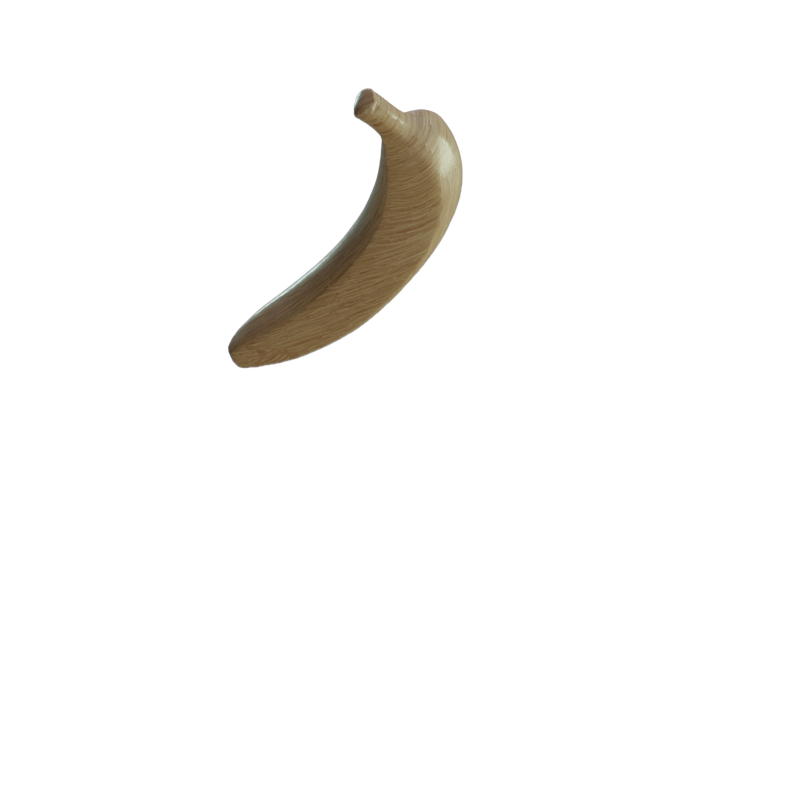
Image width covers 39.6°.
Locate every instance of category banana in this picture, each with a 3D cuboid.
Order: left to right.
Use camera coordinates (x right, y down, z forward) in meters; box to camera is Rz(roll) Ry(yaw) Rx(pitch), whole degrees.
[{"bbox_3d":[-0.020,-0.070,0.501,0.068,0.039,0.190,13,-37,-18],"label":"banana"}]
